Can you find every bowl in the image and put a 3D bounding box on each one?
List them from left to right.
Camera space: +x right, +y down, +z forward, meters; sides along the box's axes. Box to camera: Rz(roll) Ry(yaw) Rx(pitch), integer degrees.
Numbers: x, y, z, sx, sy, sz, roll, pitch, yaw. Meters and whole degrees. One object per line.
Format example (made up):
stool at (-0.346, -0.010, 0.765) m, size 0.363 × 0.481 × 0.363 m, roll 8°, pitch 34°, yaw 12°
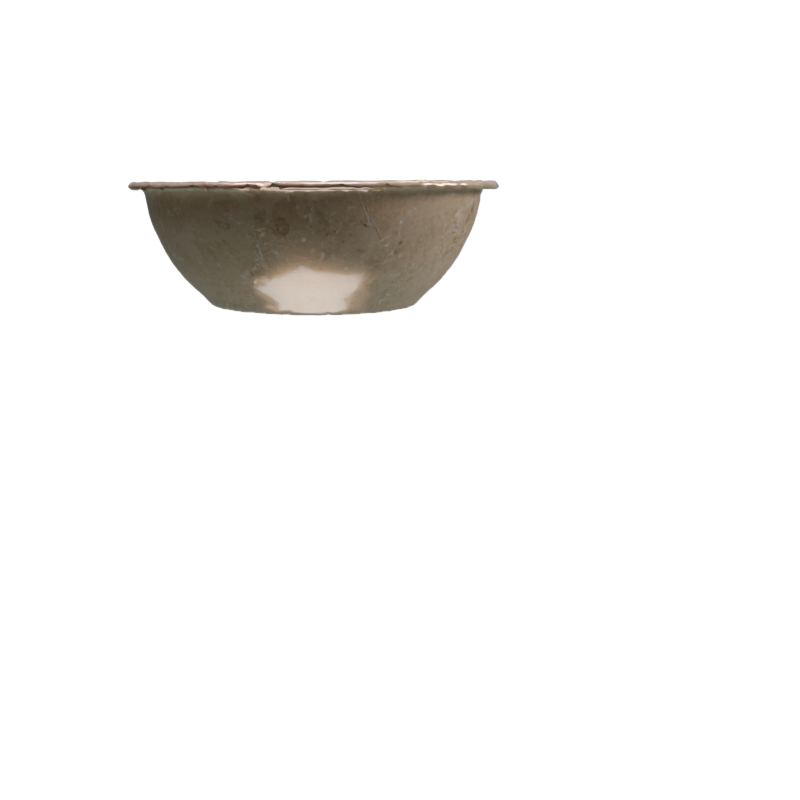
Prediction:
bowl at (-0.038, -0.070, 0.491) m, size 0.162 × 0.054 × 0.165 m, roll 0°, pitch 11°, yaw -2°
